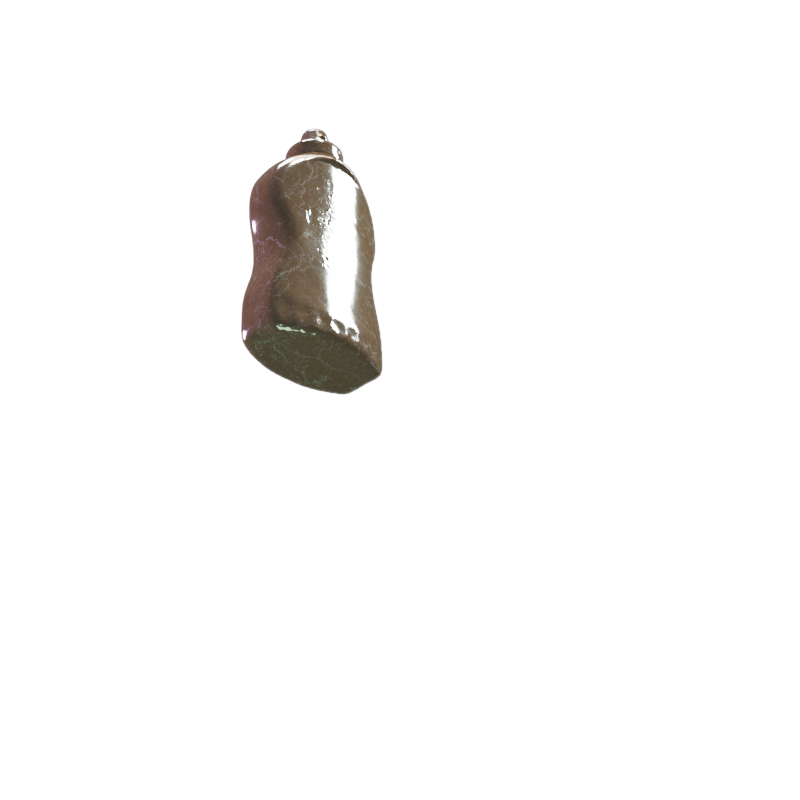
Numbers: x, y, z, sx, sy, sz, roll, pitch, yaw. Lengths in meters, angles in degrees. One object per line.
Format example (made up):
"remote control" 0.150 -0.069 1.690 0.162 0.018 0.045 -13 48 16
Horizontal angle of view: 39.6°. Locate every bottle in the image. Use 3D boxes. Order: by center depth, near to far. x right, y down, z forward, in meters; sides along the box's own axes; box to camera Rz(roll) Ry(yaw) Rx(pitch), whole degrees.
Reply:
"bottle" -0.057 -0.105 0.736 0.090 0.205 0.058 26 -44 -34
